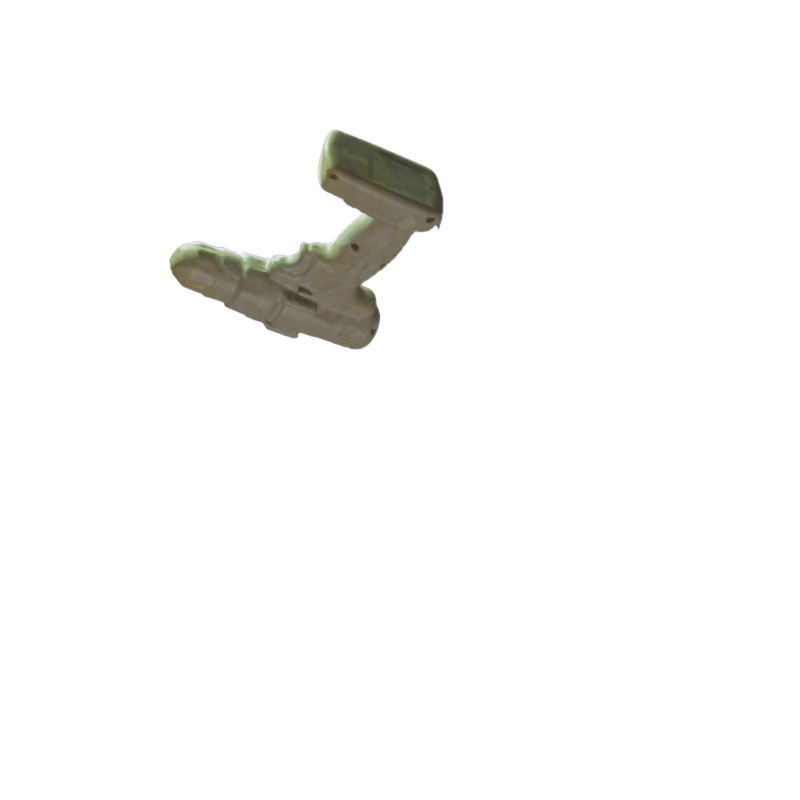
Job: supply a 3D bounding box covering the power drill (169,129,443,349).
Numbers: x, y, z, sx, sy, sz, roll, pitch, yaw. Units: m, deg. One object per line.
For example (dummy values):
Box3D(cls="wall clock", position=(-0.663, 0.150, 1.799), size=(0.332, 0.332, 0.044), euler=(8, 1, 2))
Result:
Box3D(cls="power drill", position=(-0.068, -0.125, 0.873), size=(0.177, 0.062, 0.182), euler=(19, -43, -22))
